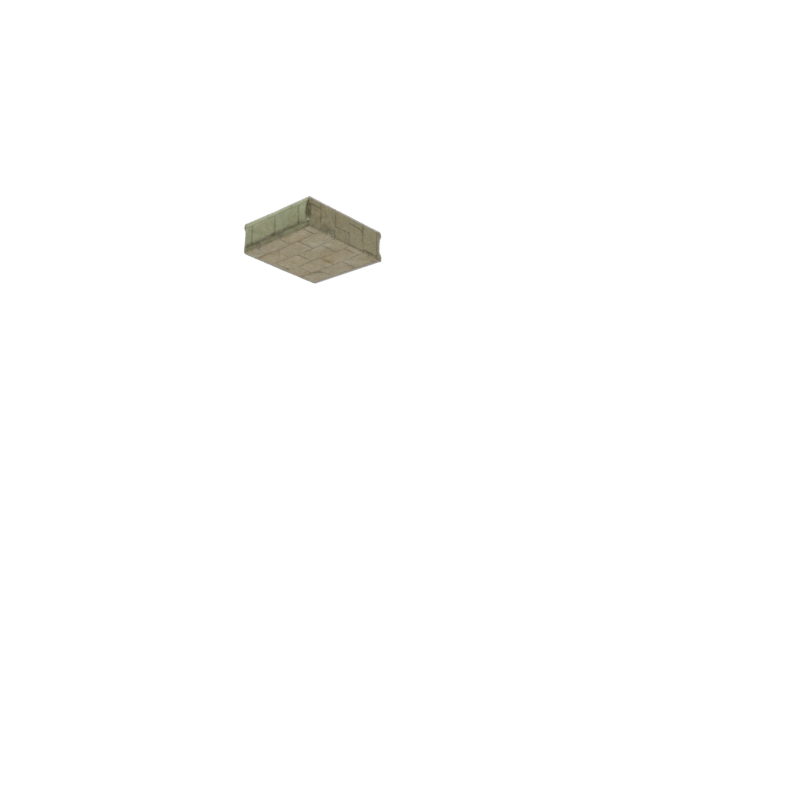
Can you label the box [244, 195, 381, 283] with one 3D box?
[{"bbox_3d":[-0.070,-0.128,0.896,0.074,0.032,0.084,-16,-25,39],"label":"box"}]
